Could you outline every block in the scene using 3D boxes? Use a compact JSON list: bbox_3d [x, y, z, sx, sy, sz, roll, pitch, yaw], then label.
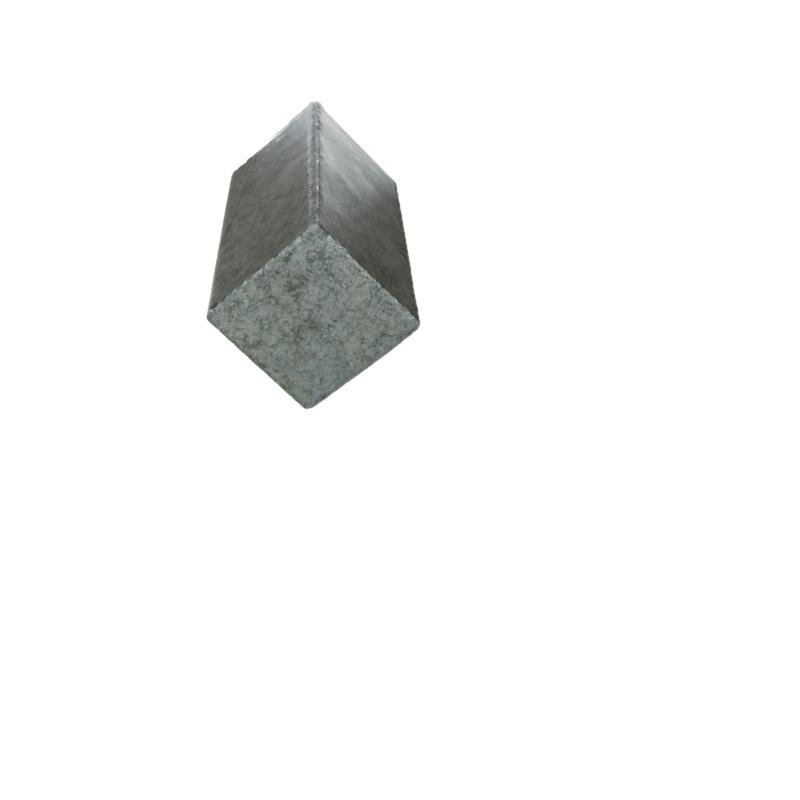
[{"bbox_3d":[-0.057,-0.102,0.718,0.089,0.086,0.219,-38,27,18],"label":"block"}]
